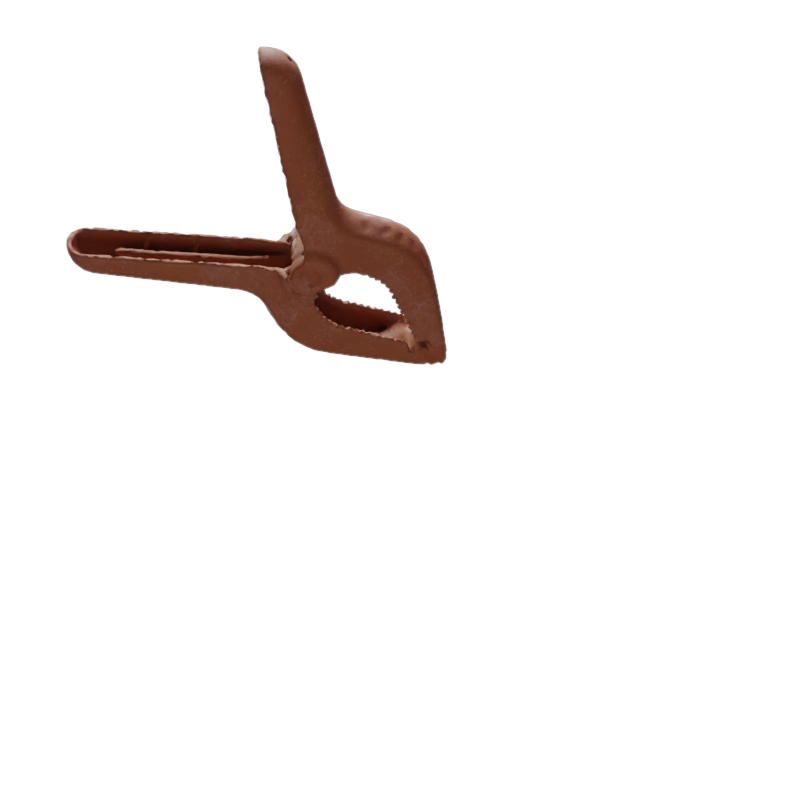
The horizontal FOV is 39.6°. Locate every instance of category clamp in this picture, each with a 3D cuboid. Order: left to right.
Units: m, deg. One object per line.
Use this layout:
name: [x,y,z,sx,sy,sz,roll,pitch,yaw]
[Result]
clamp: [-0.045,-0.083,0.580,0.200,0.039,0.161,28,-52,-25]
